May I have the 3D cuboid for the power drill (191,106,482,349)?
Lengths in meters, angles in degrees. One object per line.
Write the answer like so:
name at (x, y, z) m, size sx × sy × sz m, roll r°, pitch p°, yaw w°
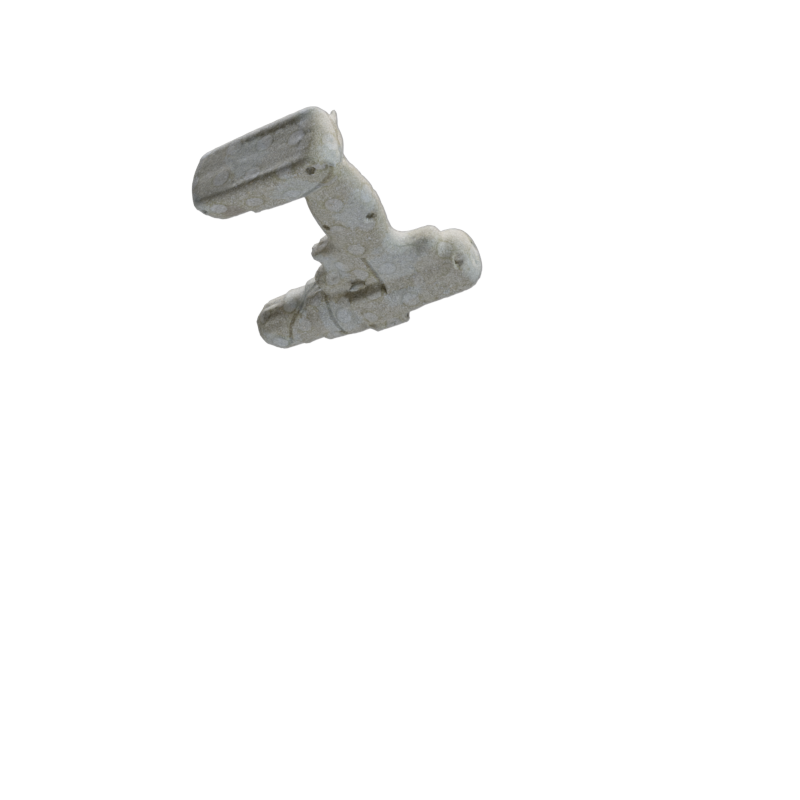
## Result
power drill at (-0.061, -0.111, 0.777) m, size 0.186 × 0.061 × 0.174 m, roll -19°, pitch -39°, yaw 25°
